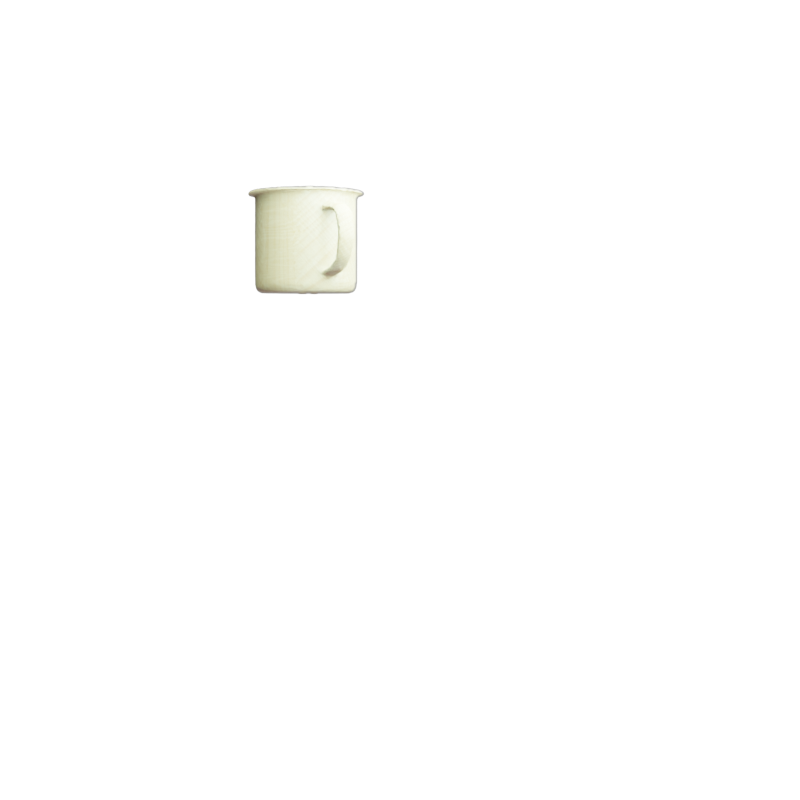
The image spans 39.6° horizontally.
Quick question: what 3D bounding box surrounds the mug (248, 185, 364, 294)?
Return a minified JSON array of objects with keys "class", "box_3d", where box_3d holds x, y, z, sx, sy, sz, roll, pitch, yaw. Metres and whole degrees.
[{"class":"mug","box_3d":[-0.069,-0.125,0.877,0.090,0.082,0.121,-1,2,-32]}]
